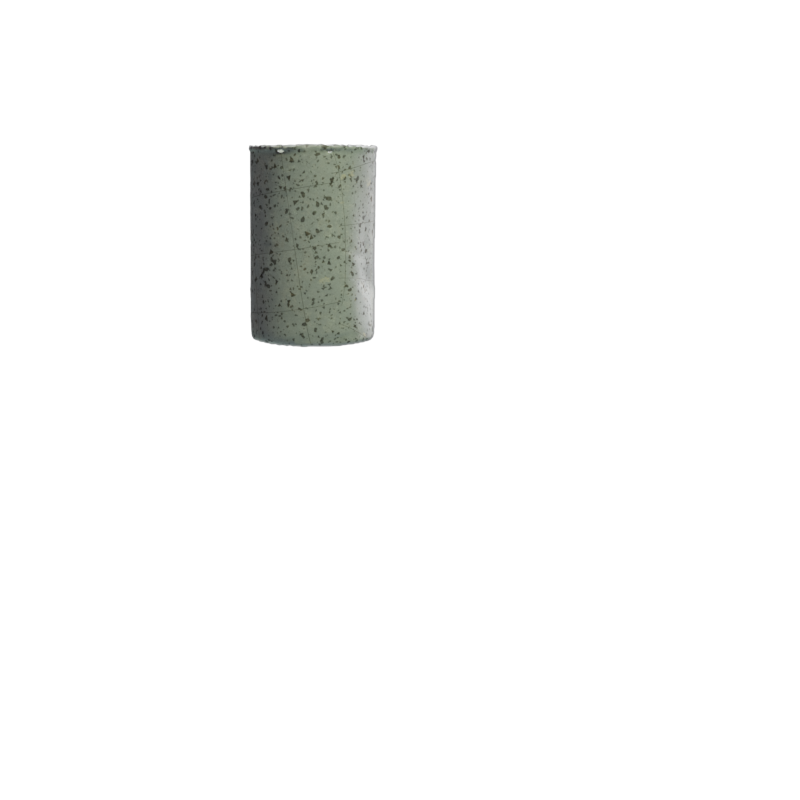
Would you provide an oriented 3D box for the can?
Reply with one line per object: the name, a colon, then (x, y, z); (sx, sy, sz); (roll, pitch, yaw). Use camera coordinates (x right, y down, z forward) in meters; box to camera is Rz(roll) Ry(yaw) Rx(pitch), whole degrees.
can: (-0.046, -0.084, 0.587); (0.068, 0.101, 0.070); (0, 7, -2)
